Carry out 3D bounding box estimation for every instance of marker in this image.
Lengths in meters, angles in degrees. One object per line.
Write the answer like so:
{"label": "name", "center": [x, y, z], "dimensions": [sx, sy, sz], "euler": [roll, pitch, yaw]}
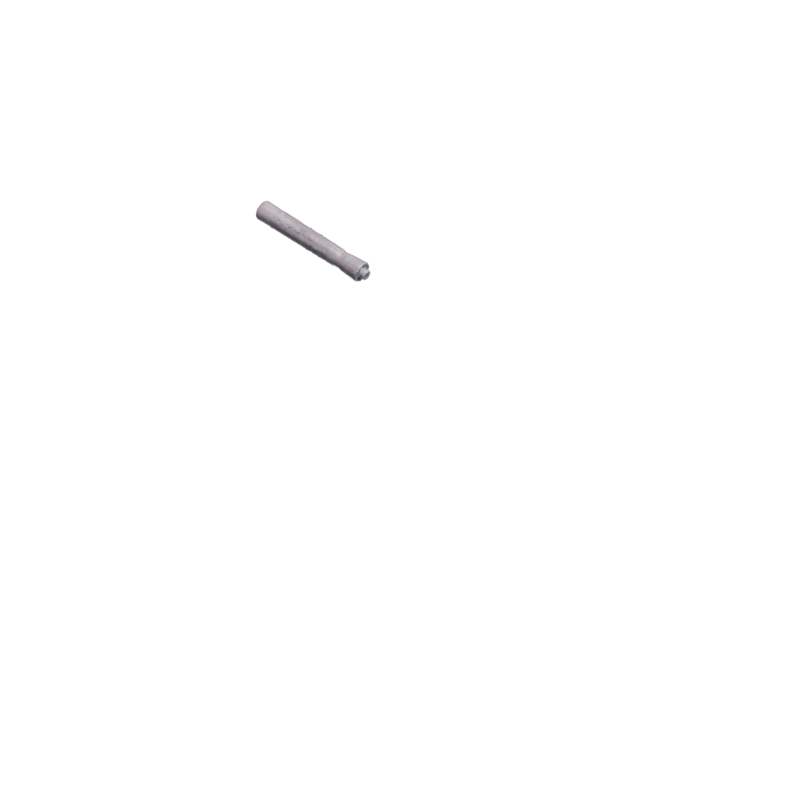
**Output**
{"label": "marker", "center": [-0.075, -0.138, 0.964], "dimensions": [0.128, 0.019, 0.019], "euler": [34, 19, 25]}
